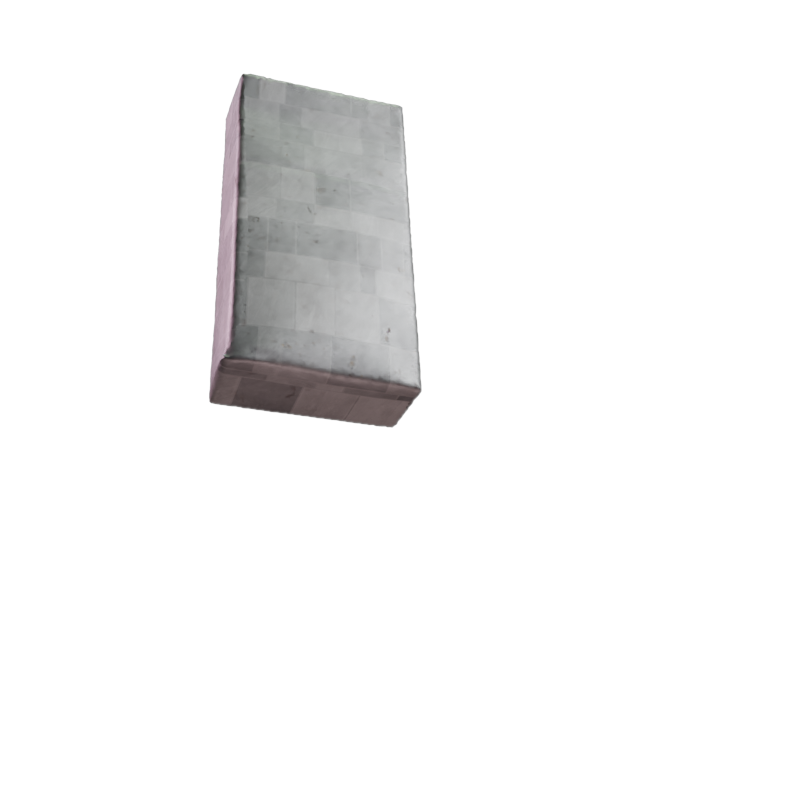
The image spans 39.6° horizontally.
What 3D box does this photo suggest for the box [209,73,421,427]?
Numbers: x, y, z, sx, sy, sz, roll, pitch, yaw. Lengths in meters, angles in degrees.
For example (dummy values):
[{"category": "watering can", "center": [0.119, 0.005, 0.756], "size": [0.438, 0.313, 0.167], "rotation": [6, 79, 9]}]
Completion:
[{"category": "box", "center": [-0.043, -0.079, 0.553], "size": [0.091, 0.189, 0.046], "rotation": [8, -37, -15]}]
